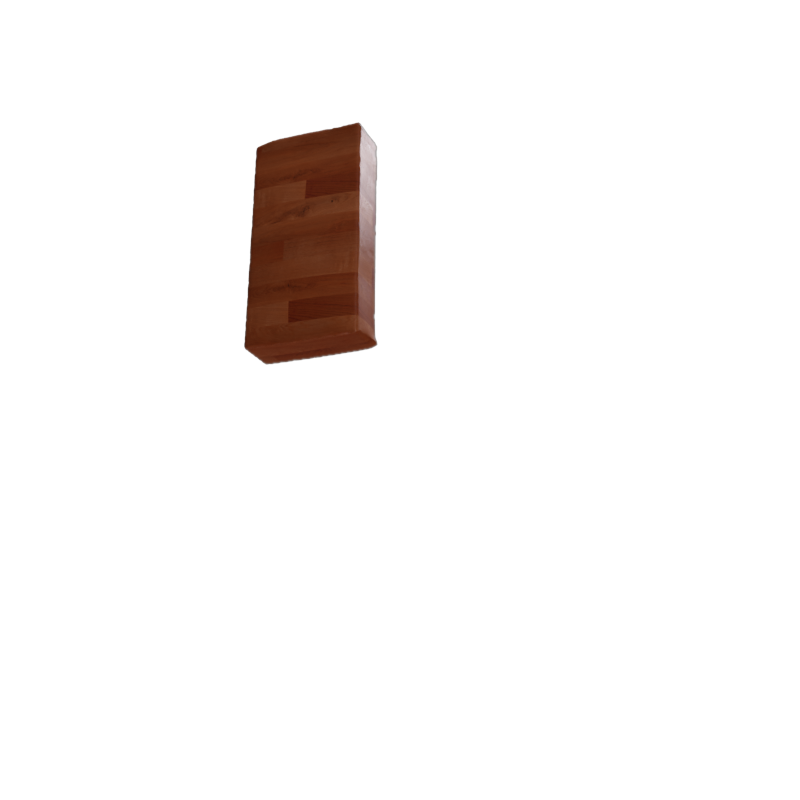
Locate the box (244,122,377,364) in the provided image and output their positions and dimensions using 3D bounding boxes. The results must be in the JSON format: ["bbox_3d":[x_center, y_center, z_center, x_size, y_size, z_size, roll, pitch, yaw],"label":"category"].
[{"bbox_3d":[-0.066,-0.121,0.846,0.095,0.186,0.045,-10,-25,20],"label":"box"}]
